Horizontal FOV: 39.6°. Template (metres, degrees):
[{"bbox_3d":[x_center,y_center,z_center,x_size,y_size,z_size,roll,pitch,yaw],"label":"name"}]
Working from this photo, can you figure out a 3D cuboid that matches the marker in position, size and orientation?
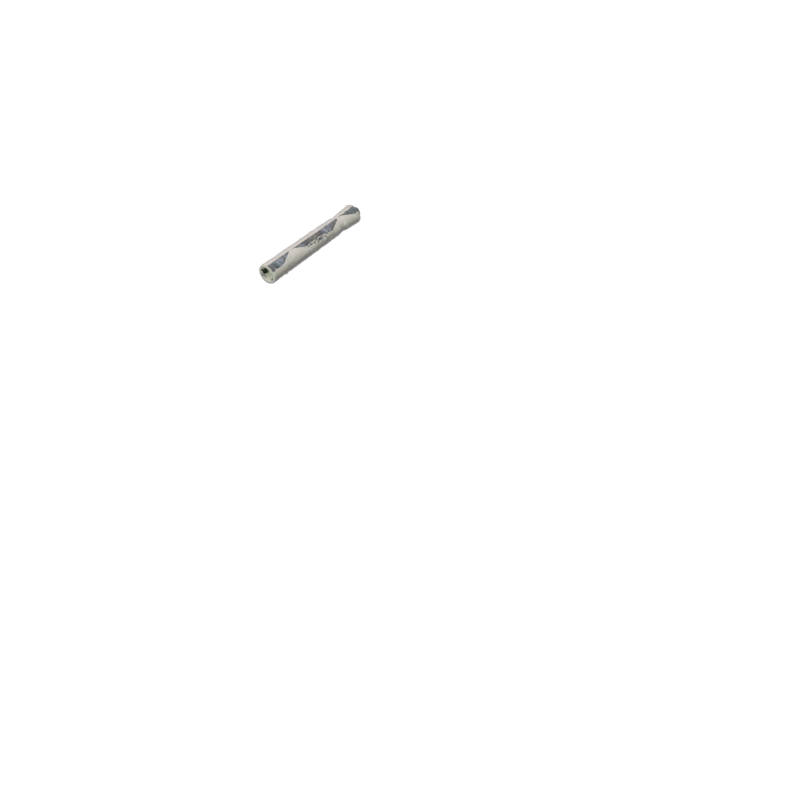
[{"bbox_3d":[-0.077,-0.140,0.979,0.021,0.019,0.122,3,35,45],"label":"marker"}]
